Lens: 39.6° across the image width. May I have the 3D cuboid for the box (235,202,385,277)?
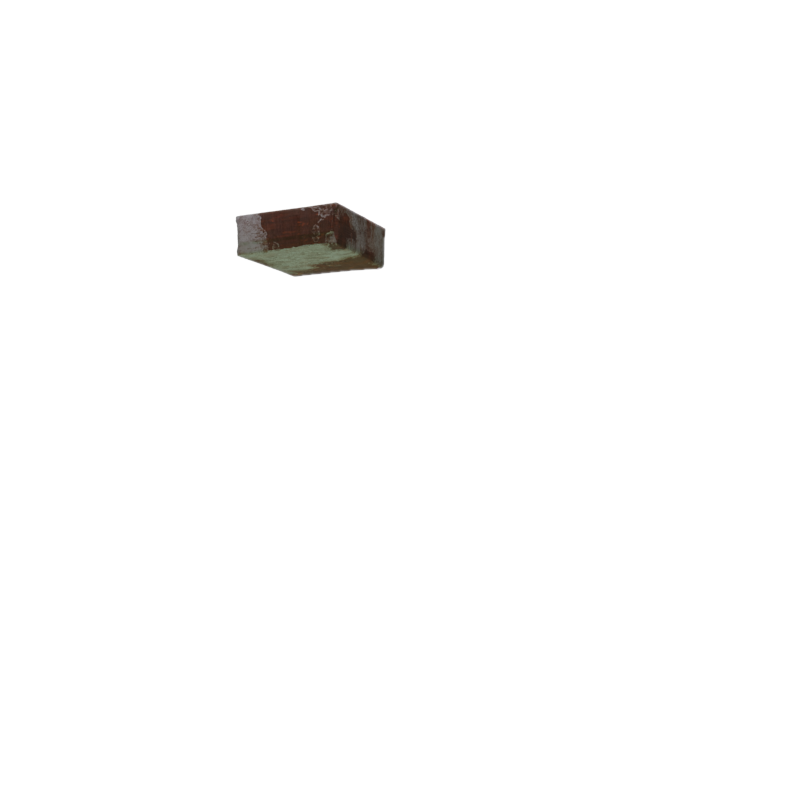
[{"bbox_3d":[-0.072,-0.132,0.921,0.092,0.040,0.108,-3,-7,21],"label":"box"}]
